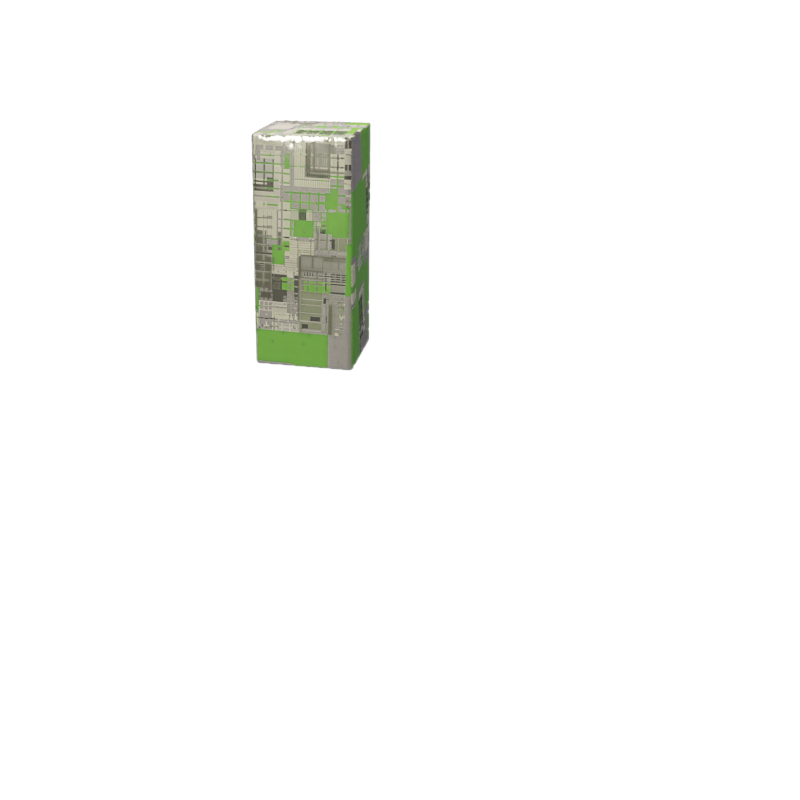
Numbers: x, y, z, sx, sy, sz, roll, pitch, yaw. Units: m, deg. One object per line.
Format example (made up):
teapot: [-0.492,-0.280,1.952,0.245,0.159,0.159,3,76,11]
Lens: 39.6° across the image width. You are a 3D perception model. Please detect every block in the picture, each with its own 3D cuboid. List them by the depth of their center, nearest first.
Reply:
block: [-0.078,-0.142,0.994,0.092,0.199,0.092,4,16,10]
